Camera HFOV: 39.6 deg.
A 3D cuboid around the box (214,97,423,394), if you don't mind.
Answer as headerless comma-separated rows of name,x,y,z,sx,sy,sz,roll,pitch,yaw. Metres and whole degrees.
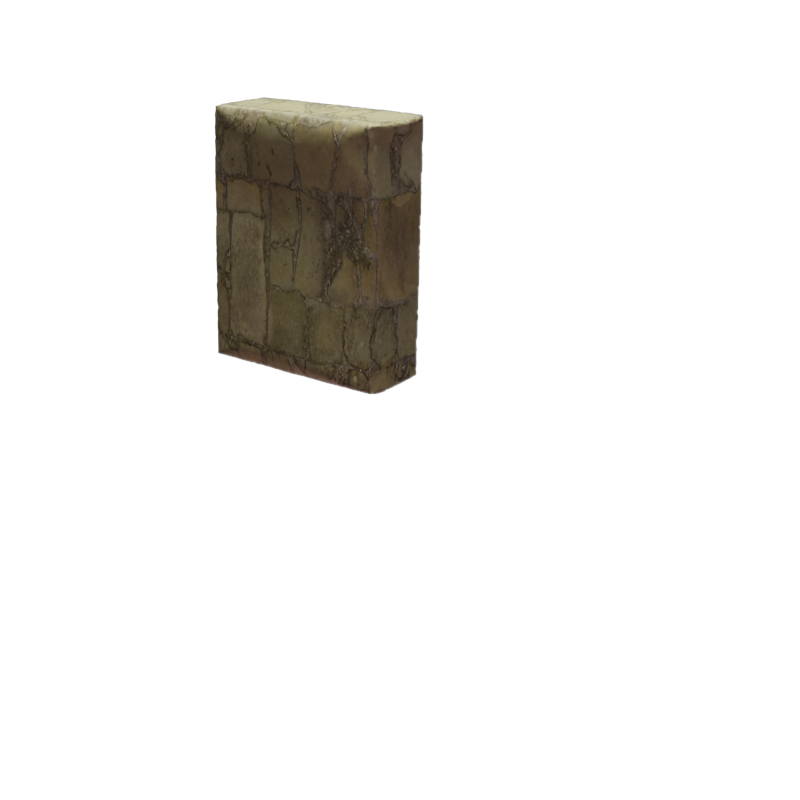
box,-0.070,-0.127,0.889,0.173,0.206,0.071,14,20,35
